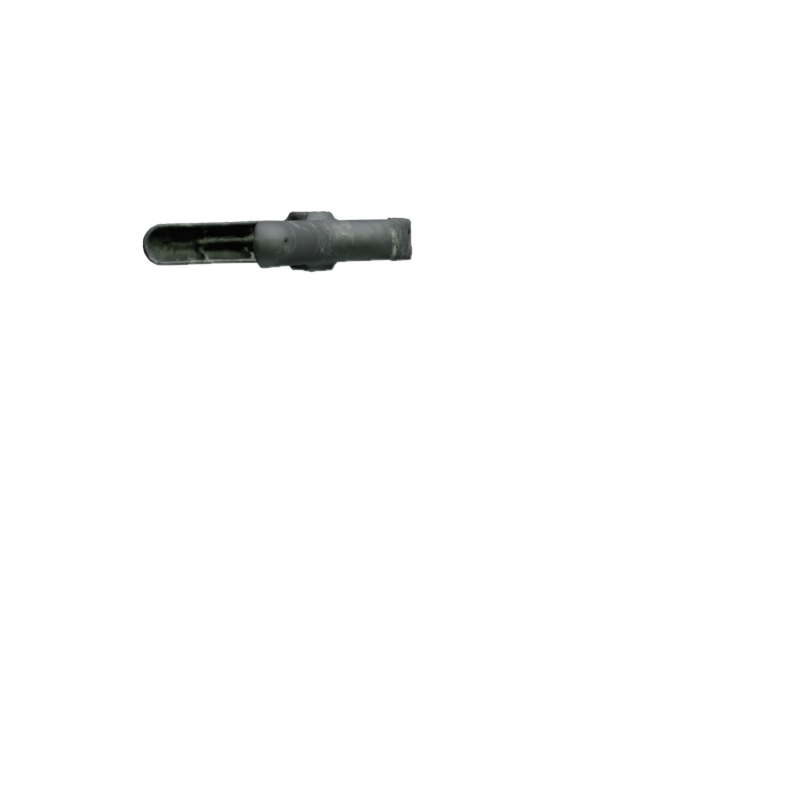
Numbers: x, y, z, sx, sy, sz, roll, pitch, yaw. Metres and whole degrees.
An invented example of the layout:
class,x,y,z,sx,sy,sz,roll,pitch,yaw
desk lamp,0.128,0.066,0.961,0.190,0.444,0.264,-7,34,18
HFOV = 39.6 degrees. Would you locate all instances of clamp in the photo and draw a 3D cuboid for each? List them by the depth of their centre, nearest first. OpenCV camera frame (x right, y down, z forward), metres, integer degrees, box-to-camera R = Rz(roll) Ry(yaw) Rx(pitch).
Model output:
class,x,y,z,sx,sy,sz,roll,pitch,yaw
clamp,-0.051,-0.093,0.649,0.167,0.038,0.127,-9,17,-33
